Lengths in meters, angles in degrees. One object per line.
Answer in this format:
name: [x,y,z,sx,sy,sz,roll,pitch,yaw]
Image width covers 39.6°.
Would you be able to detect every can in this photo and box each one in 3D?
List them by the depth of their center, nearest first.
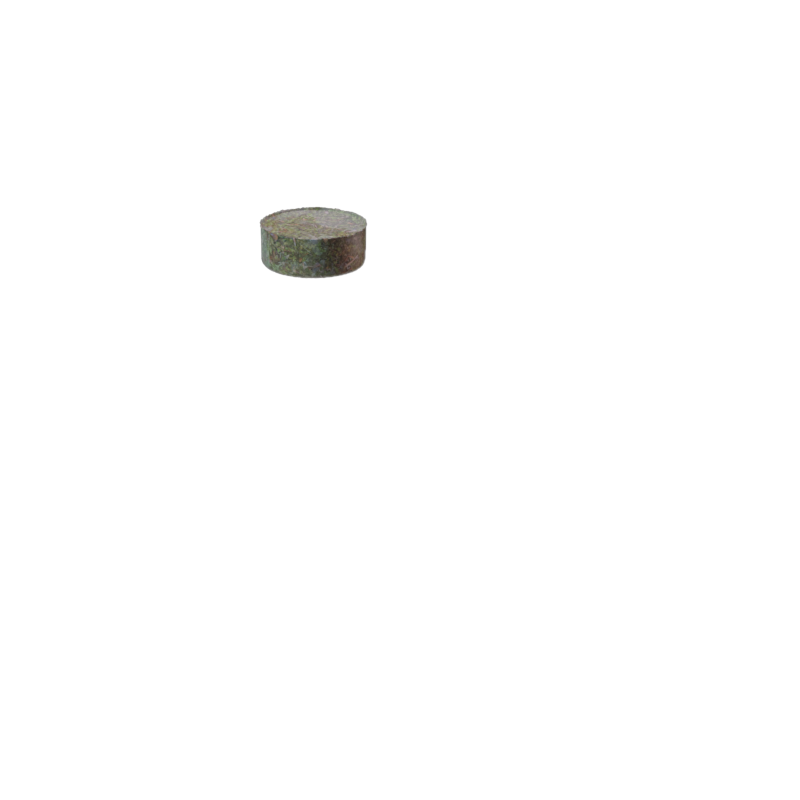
can: [-0.070,-0.127,0.888,0.086,0.032,0.090,-1,25,-2]
